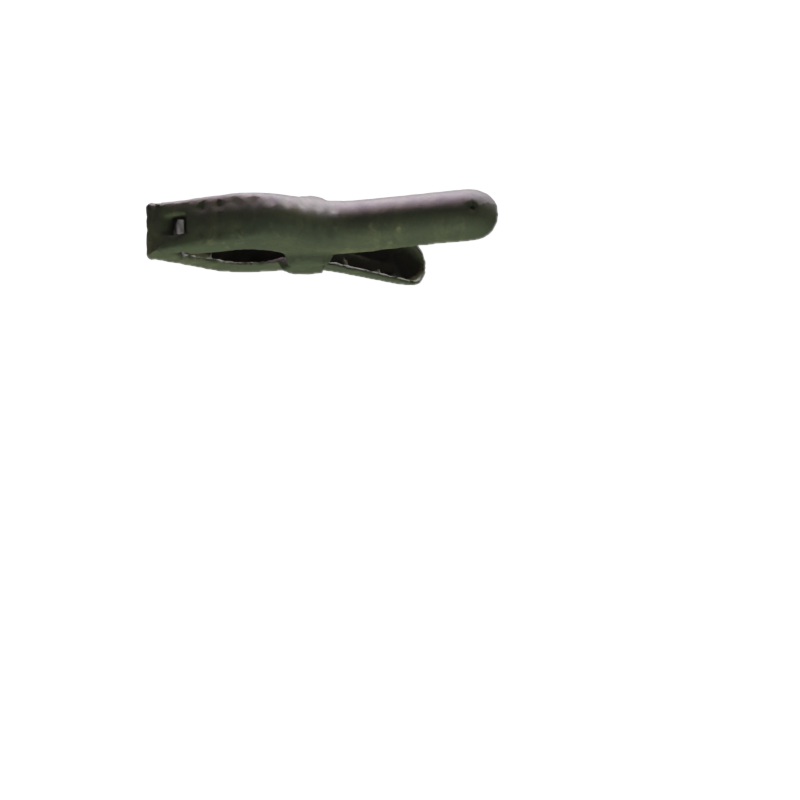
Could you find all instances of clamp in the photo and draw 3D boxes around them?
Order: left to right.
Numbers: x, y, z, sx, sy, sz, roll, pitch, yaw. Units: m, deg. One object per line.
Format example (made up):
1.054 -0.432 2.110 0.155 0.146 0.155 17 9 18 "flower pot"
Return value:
-0.045 -0.083 0.580 0.170 0.041 0.116 1 -15 -6 "clamp"
